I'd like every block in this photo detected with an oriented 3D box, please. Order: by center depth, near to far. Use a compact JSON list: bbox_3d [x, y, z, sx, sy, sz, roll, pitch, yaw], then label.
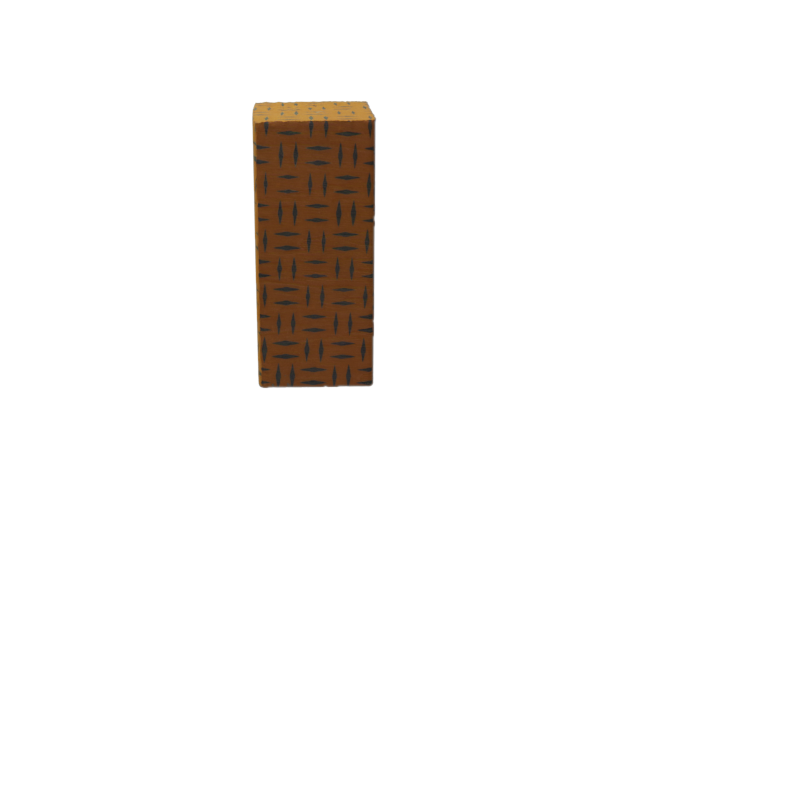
[{"bbox_3d":[-0.067,-0.122,0.858,0.090,0.198,0.094,0,18,-4],"label":"block"}]
